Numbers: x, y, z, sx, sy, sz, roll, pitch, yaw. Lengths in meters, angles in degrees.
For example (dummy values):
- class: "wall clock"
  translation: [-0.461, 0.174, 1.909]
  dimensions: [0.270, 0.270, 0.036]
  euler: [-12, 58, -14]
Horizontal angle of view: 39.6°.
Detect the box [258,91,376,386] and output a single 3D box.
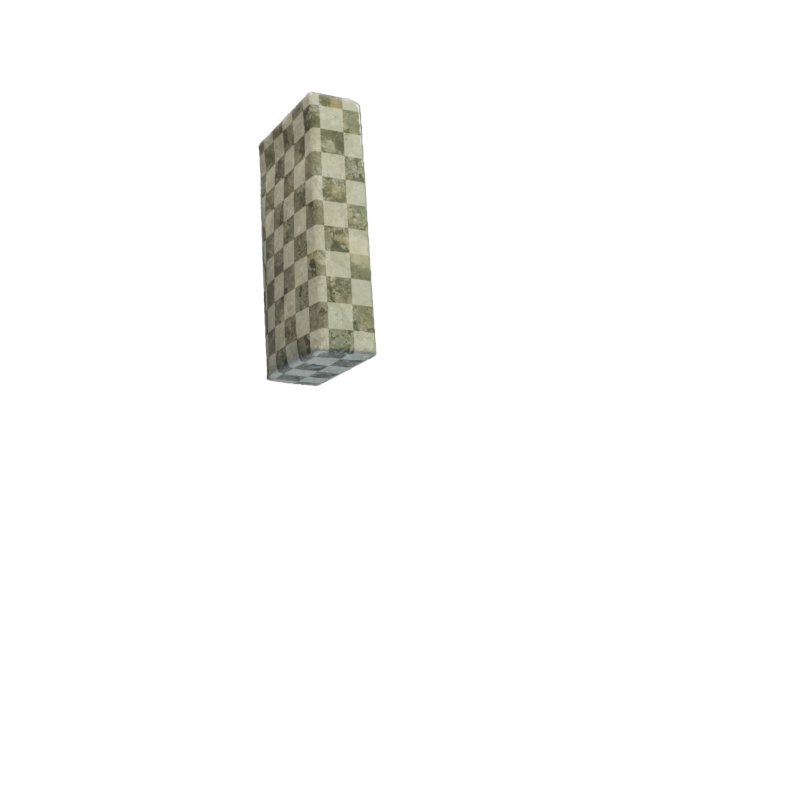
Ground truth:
- class: "box"
  translation: [-0.058, -0.106, 0.739]
  dimensions: [0.046, 0.184, 0.093]
  euler: [9, -20, -27]
